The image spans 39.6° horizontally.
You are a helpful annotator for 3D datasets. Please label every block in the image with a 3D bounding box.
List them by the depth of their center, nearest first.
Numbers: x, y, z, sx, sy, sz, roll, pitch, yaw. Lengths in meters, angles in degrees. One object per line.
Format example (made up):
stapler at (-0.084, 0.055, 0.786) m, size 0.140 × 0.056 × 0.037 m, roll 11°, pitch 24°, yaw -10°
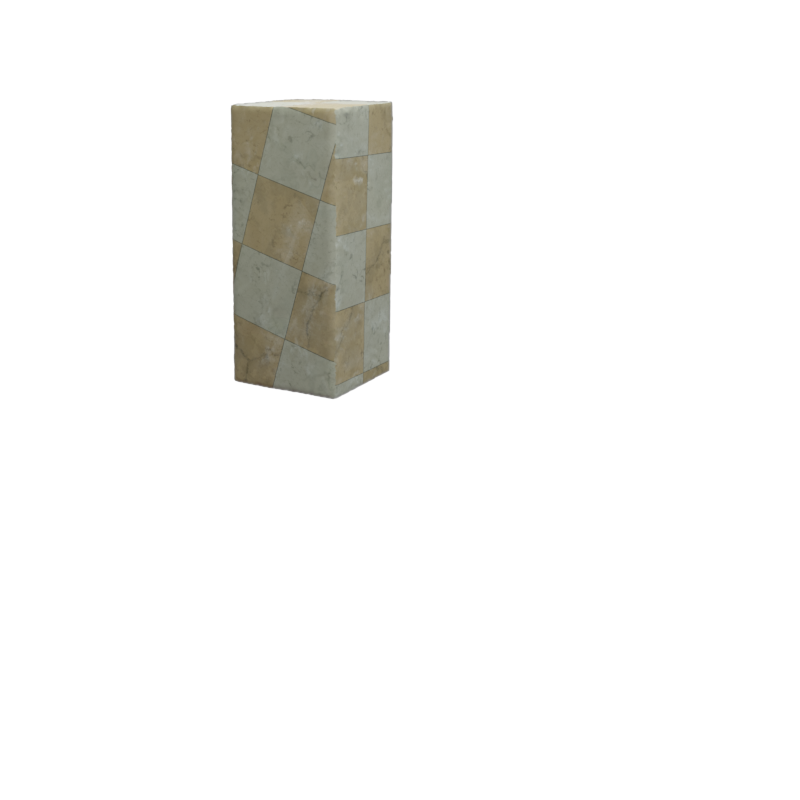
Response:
block at (-0.064, -0.117, 0.823) m, size 0.094 × 0.201 × 0.089 m, roll 7°, pitch 13°, yaw 28°
